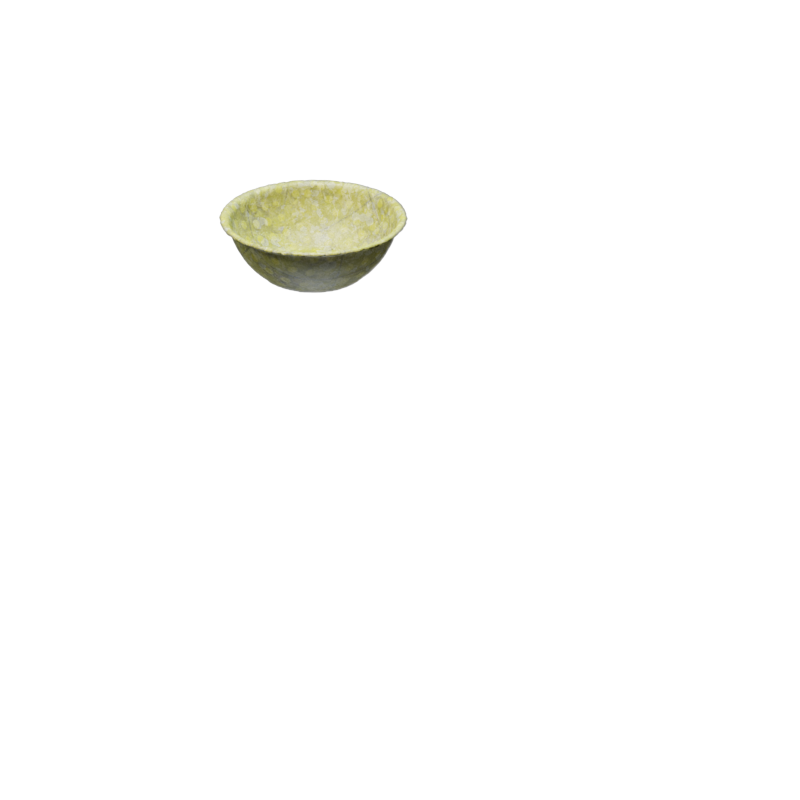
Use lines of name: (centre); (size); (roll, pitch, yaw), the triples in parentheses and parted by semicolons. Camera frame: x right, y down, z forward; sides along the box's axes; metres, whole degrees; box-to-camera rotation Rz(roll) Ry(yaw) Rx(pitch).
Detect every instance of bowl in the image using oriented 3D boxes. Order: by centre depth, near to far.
bowl: (-0.076, -0.138, 0.969); (0.162, 0.052, 0.172); (-1, 31, -2)
